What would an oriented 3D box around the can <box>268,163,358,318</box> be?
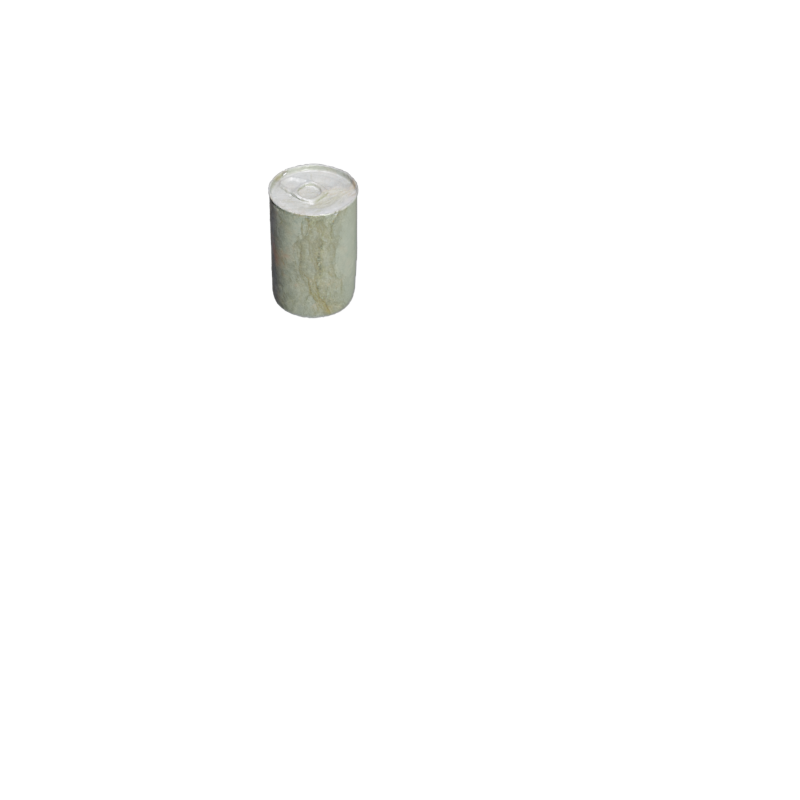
[{"bbox_3d":[-0.067,-0.123,0.862,0.068,0.095,0.073,0,41,-3],"label":"can"}]
